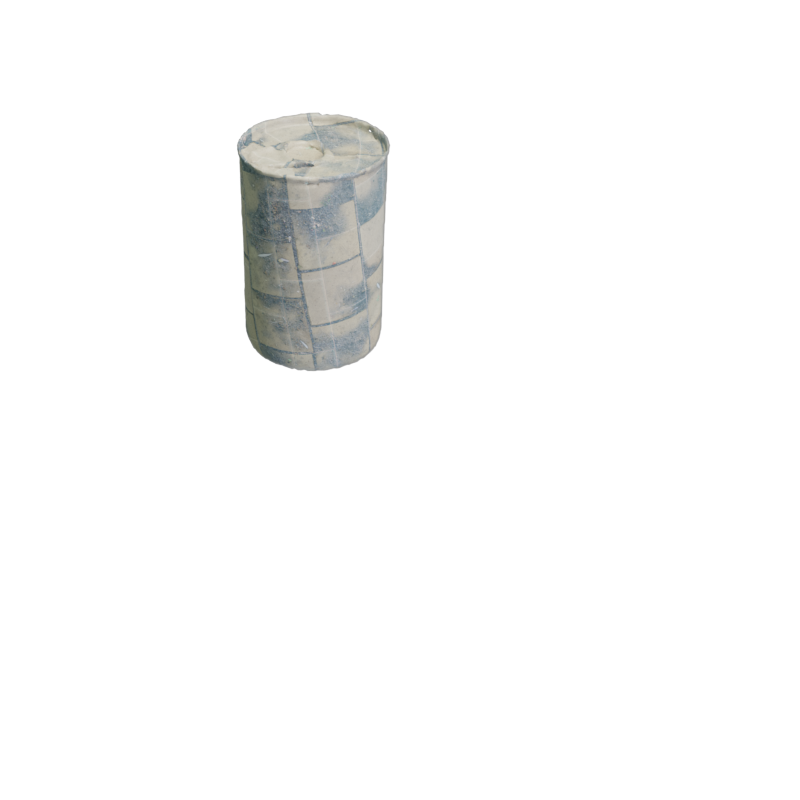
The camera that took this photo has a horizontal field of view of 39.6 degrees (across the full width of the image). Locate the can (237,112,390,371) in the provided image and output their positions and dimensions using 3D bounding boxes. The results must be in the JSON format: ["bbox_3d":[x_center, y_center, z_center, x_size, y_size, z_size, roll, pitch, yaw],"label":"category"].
[{"bbox_3d":[-0.040,-0.074,0.517,0.068,0.096,0.073,0,33,-3],"label":"can"}]
